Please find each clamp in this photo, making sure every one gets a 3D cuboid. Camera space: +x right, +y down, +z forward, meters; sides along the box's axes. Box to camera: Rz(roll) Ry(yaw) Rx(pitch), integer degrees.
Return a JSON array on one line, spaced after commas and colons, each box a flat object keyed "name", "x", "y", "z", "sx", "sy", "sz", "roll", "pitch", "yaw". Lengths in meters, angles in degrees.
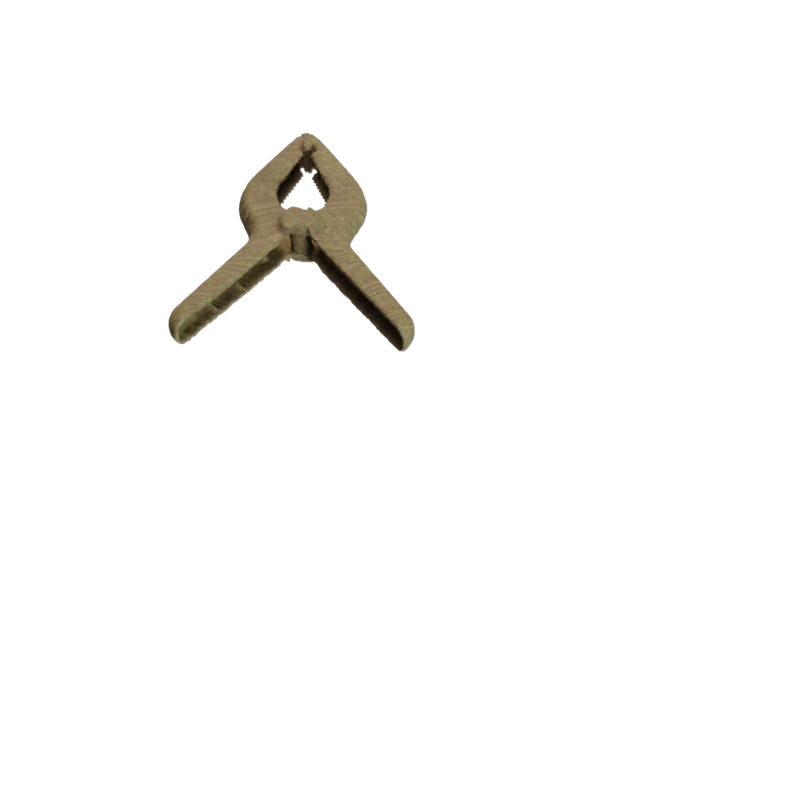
[{"name": "clamp", "x": -0.063, "y": -0.114, "z": 0.801, "sx": 0.166, "sy": 0.223, "sz": 0.034, "roll": 6, "pitch": -41, "yaw": 5}]
